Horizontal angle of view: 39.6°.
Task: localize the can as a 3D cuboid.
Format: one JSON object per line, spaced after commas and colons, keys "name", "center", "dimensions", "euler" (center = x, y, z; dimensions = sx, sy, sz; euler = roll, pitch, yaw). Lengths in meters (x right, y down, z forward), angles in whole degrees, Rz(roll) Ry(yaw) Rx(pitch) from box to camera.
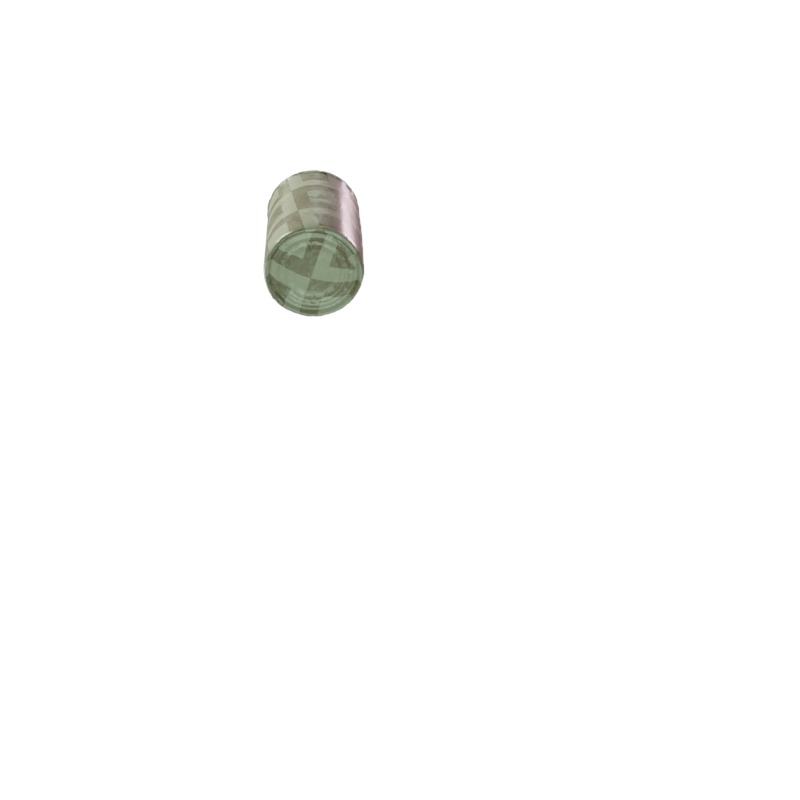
{"name": "can", "center": [-0.060, -0.110, 0.771], "dimensions": [0.068, 0.065, 0.108], "euler": [0, 30, -3]}
